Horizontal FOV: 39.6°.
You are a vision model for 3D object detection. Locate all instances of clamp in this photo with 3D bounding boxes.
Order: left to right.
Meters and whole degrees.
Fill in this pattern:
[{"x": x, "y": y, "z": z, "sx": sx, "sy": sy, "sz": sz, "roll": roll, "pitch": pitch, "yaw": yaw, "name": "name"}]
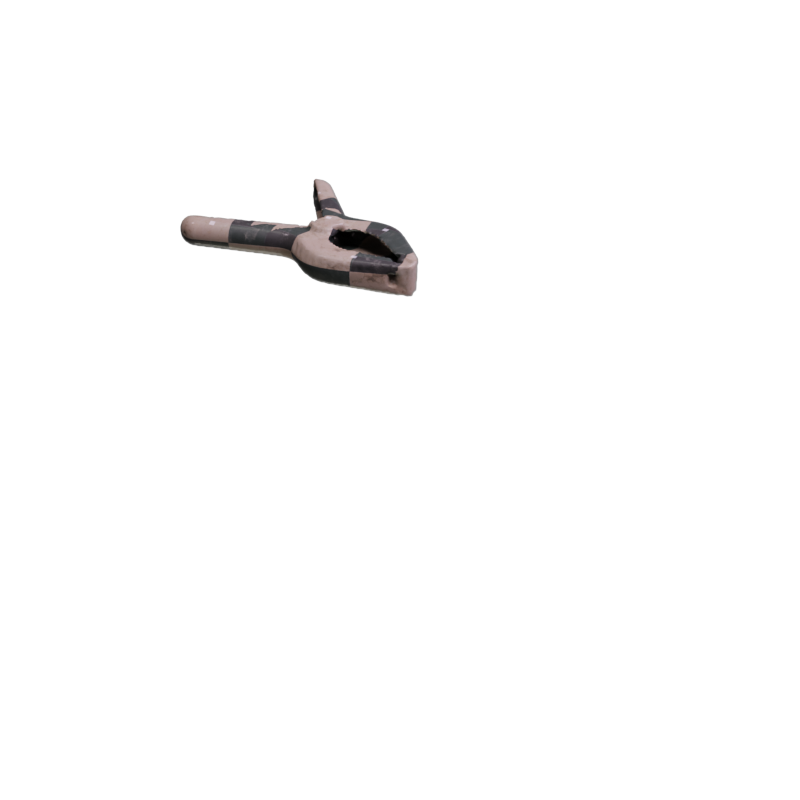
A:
[{"x": -0.073, "y": -0.132, "z": 0.926, "sx": 0.162, "sy": 0.034, "sz": 0.225, "roll": -20, "pitch": 36, "yaw": -31, "name": "clamp"}]
